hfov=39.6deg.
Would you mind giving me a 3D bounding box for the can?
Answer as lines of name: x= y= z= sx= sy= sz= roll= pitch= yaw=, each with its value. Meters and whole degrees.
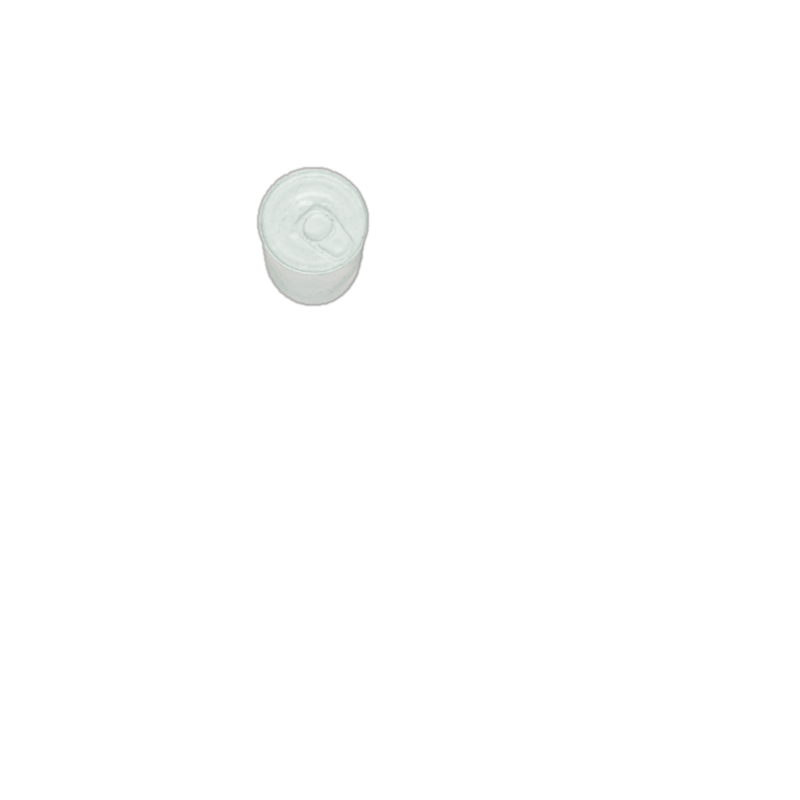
can: x=-0.057 y=-0.104 z=0.728 sx=0.068 sy=0.071 sz=0.100 roll=0 pitch=-10 yaw=-3
